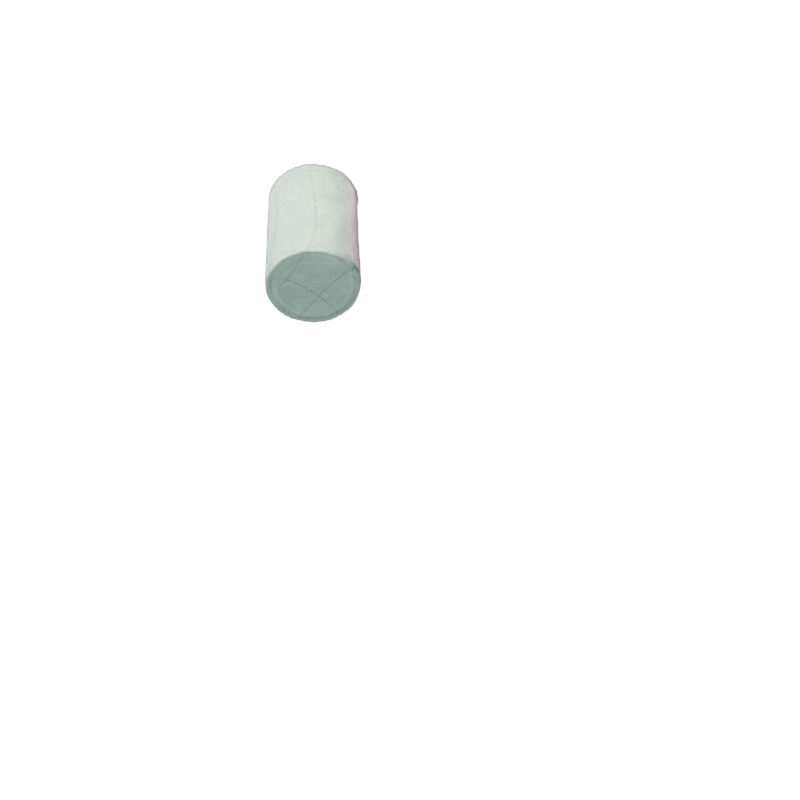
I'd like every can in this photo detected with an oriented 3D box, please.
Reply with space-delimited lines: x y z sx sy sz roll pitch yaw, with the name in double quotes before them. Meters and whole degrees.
"can" -0.063 -0.114 0.800 0.068 0.064 0.110 -1 42 -3
